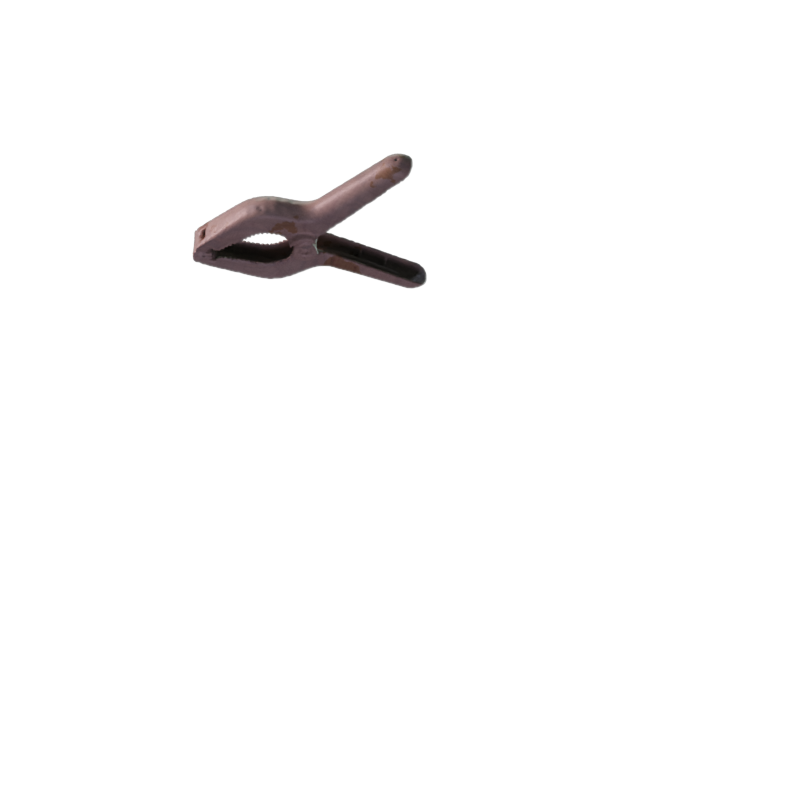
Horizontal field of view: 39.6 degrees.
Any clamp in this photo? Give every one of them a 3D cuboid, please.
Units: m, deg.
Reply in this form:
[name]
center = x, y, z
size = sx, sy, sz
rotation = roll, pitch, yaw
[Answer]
[clamp]
center = -0.077, -0.140, 0.982
size = 0.212, 0.039, 0.152
rotation = -8, -37, 11
